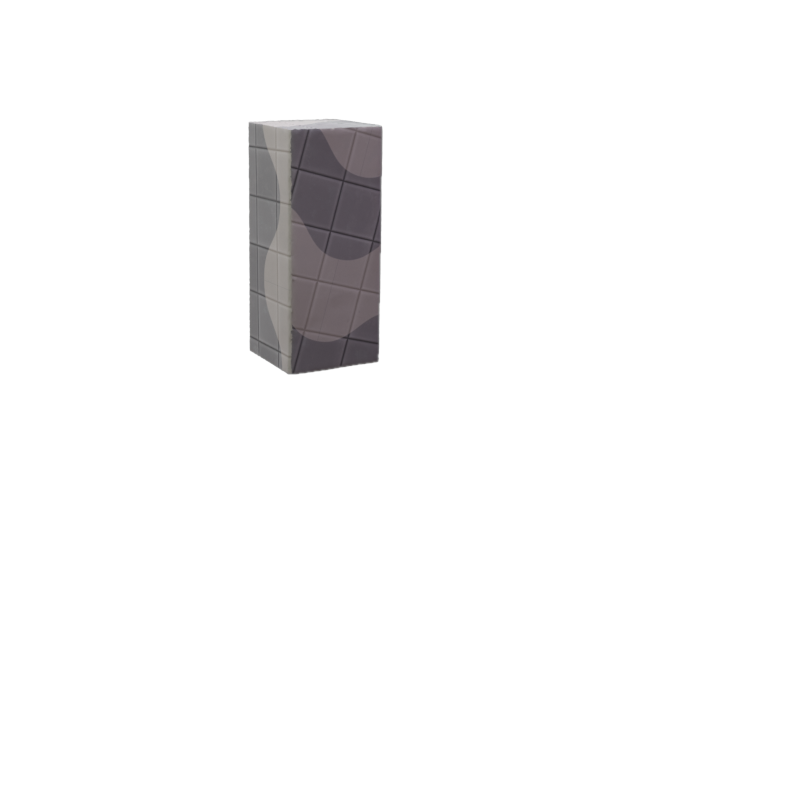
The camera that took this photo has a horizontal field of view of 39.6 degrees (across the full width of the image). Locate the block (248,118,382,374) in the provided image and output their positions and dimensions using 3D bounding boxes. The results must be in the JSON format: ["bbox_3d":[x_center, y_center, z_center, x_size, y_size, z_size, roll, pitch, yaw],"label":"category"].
[{"bbox_3d":[-0.075,-0.138,0.965,0.088,0.201,0.096,-6,13,-29],"label":"block"}]
